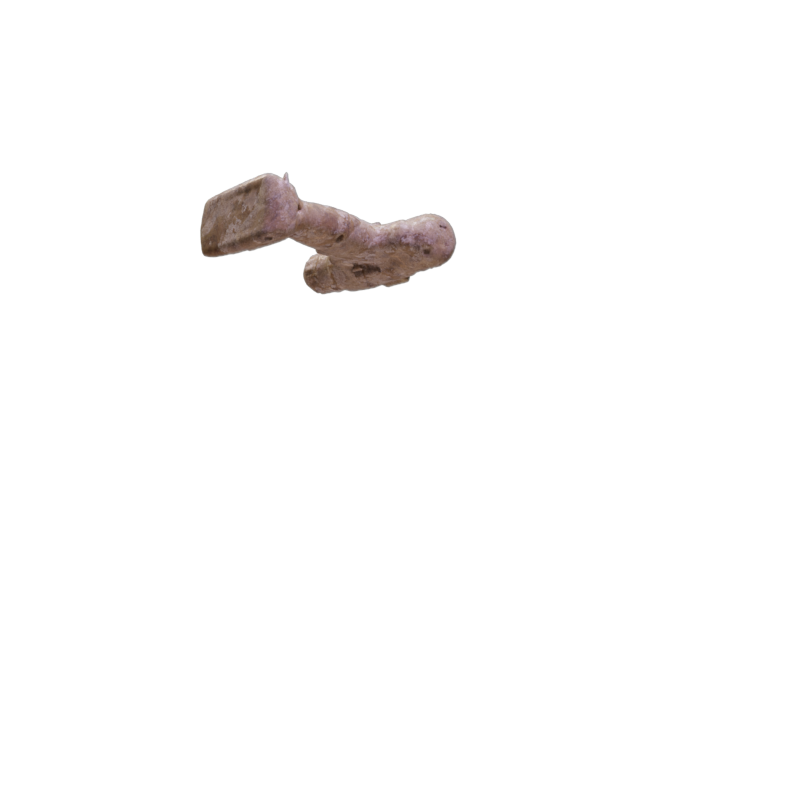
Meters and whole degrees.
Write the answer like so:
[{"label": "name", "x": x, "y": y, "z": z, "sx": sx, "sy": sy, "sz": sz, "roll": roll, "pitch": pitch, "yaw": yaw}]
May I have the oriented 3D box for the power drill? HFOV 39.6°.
[{"label": "power drill", "x": -0.075, "y": -0.137, "z": 0.956, "sx": 0.178, "sy": 0.059, "sz": 0.188, "roll": 8, "pitch": -13, "yaw": -39}]
